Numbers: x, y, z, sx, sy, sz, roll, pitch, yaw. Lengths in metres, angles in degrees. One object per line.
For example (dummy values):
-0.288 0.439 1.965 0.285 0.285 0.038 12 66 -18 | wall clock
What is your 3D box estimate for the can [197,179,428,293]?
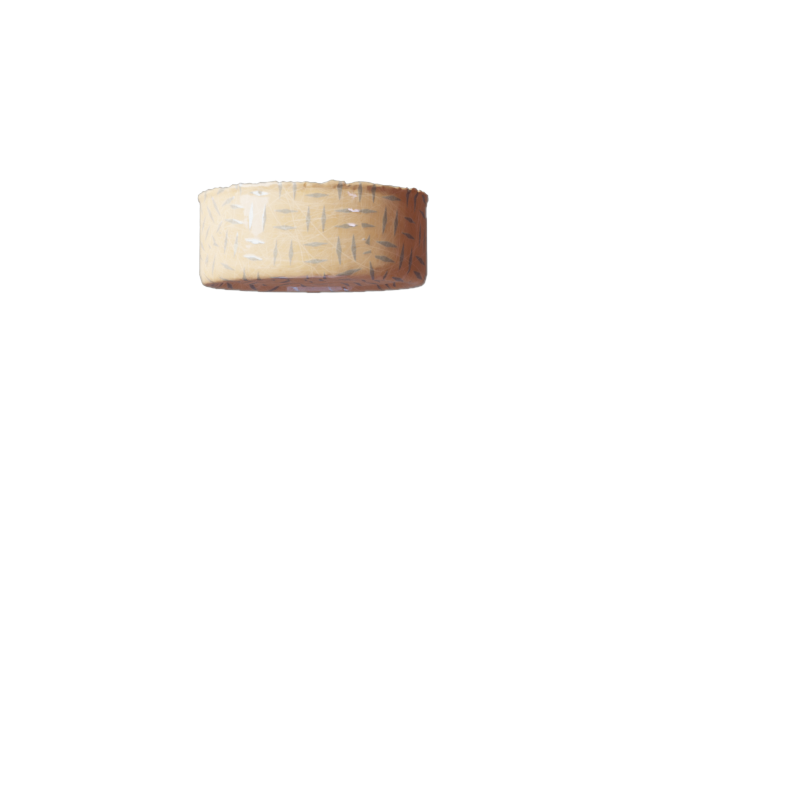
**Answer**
-0.032 -0.059 0.412 0.086 0.034 0.086 0 1 -2 | can
